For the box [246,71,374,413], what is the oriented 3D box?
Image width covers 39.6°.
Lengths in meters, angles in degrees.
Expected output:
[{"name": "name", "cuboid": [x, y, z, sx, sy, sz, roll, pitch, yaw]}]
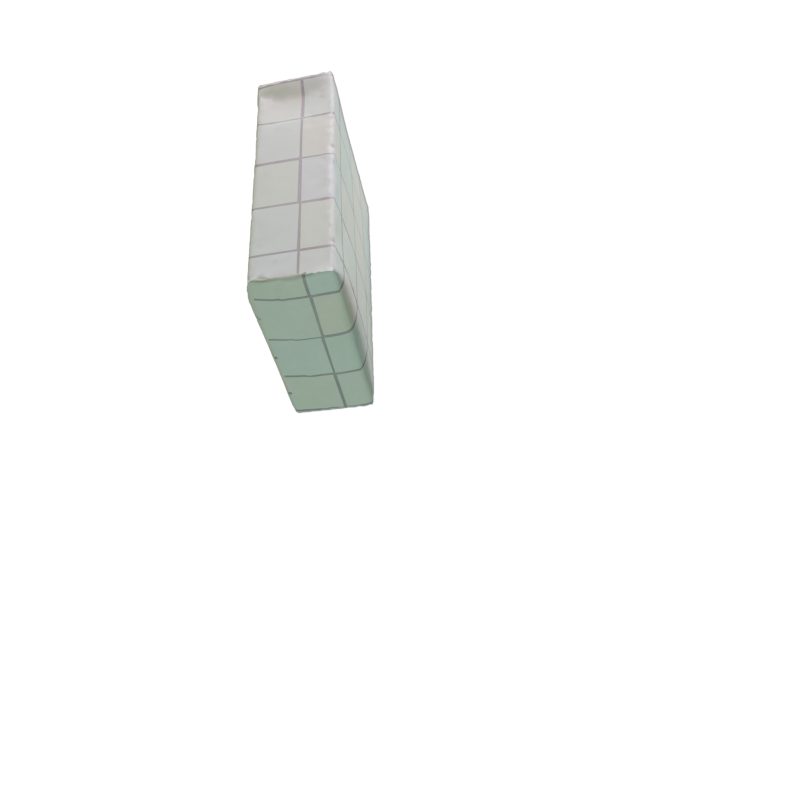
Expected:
[{"name": "box", "cuboid": [-0.068, -0.125, 0.872, 0.072, 0.229, 0.152, -8, -39, 6]}]
